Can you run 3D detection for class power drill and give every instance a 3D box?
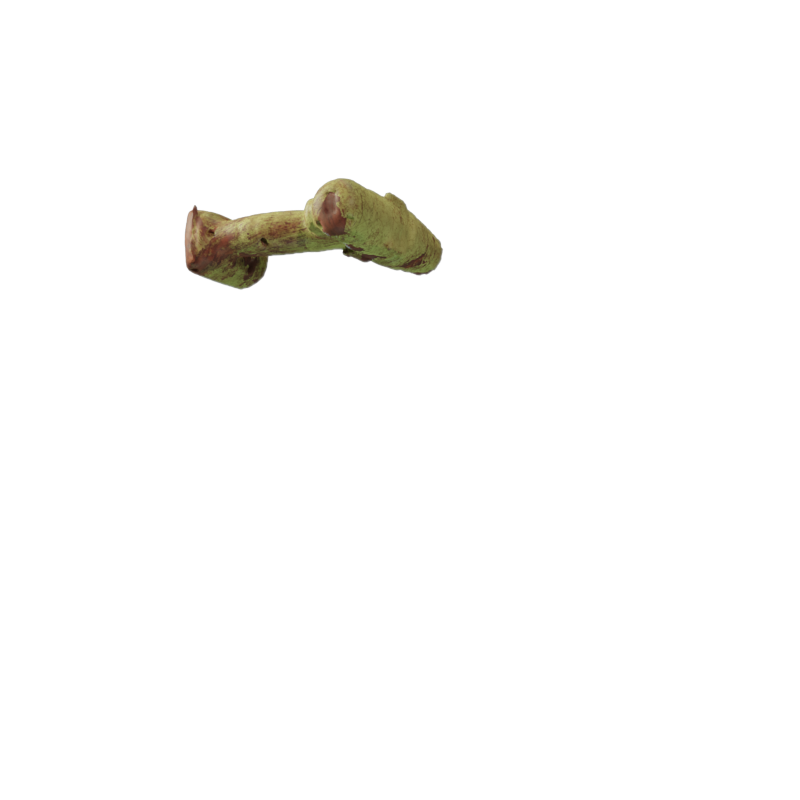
[{"bbox_3d":[-0.074,-0.135,0.948,0.192,0.059,0.174,-6,-12,27],"label":"power drill"}]
